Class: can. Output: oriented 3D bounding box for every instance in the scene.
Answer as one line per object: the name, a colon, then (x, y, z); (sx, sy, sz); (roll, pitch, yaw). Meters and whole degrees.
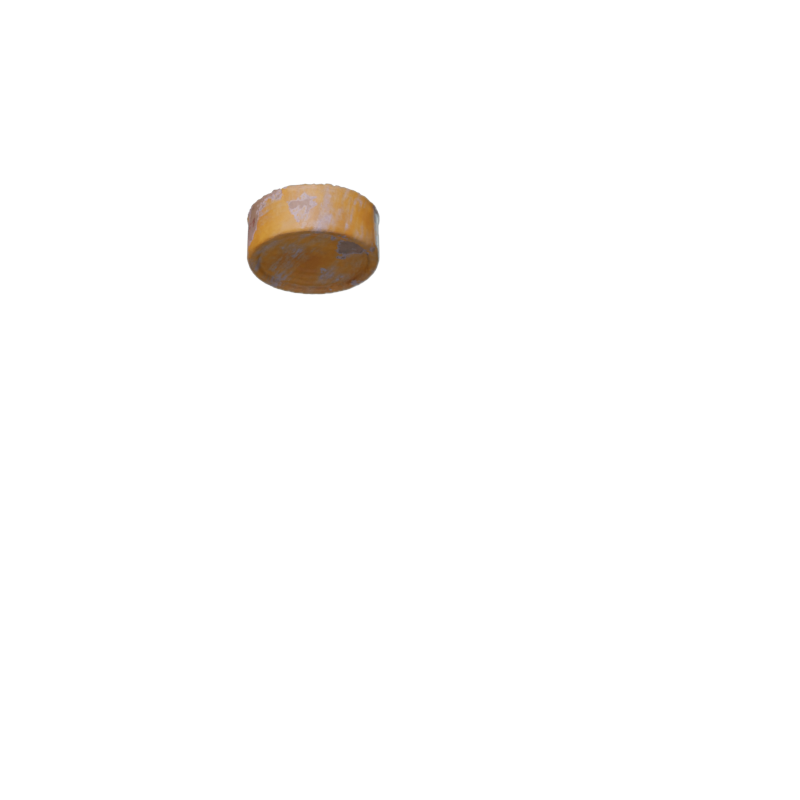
can: (-0.056, -0.101, 0.710); (0.086, 0.036, 0.081); (1, -26, -2)
